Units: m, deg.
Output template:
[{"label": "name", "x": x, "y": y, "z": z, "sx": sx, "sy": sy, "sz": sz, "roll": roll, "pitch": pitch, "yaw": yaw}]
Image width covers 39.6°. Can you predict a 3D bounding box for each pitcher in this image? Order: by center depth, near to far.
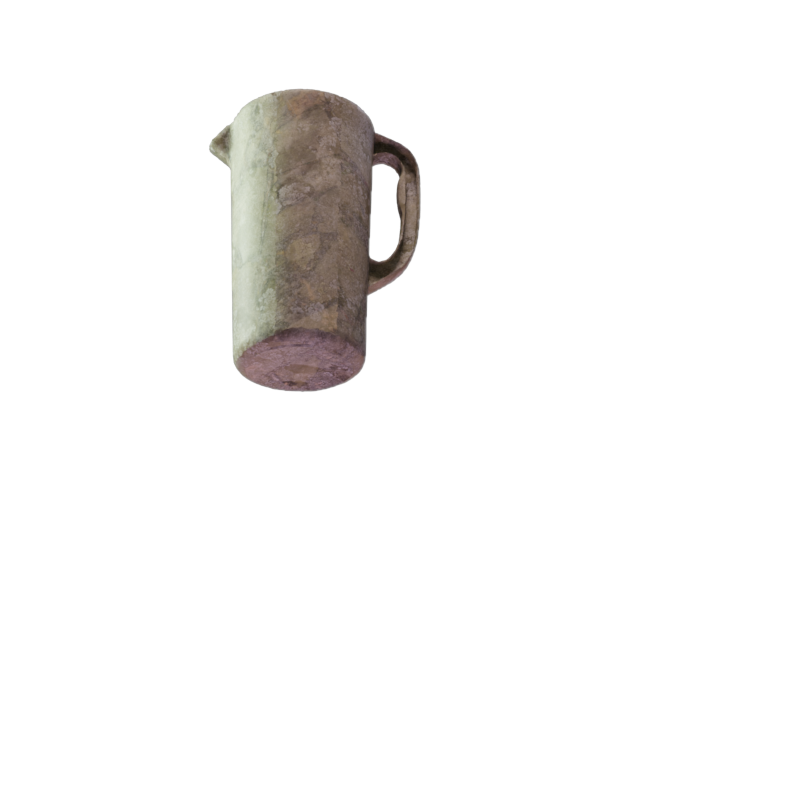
[{"label": "pitcher", "x": -0.075, "y": -0.136, "z": 0.954, "sx": 0.150, "sy": 0.258, "sz": 0.135, "roll": -21, "pitch": -33, "yaw": 31}]
